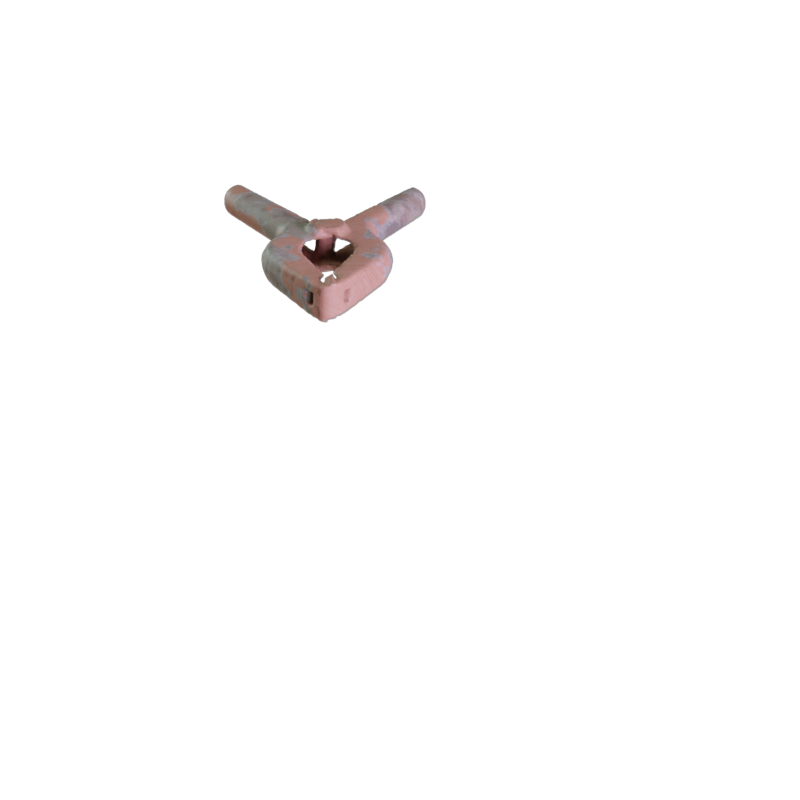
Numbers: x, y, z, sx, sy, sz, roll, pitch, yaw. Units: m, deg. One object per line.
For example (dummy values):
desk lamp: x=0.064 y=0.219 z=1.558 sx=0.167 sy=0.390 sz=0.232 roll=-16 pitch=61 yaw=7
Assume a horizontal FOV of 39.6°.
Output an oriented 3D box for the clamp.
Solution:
clamp: x=-0.065 y=-0.119 z=0.836 sx=0.166 sy=0.034 sz=0.221 roll=2 pitch=30 yaw=3
